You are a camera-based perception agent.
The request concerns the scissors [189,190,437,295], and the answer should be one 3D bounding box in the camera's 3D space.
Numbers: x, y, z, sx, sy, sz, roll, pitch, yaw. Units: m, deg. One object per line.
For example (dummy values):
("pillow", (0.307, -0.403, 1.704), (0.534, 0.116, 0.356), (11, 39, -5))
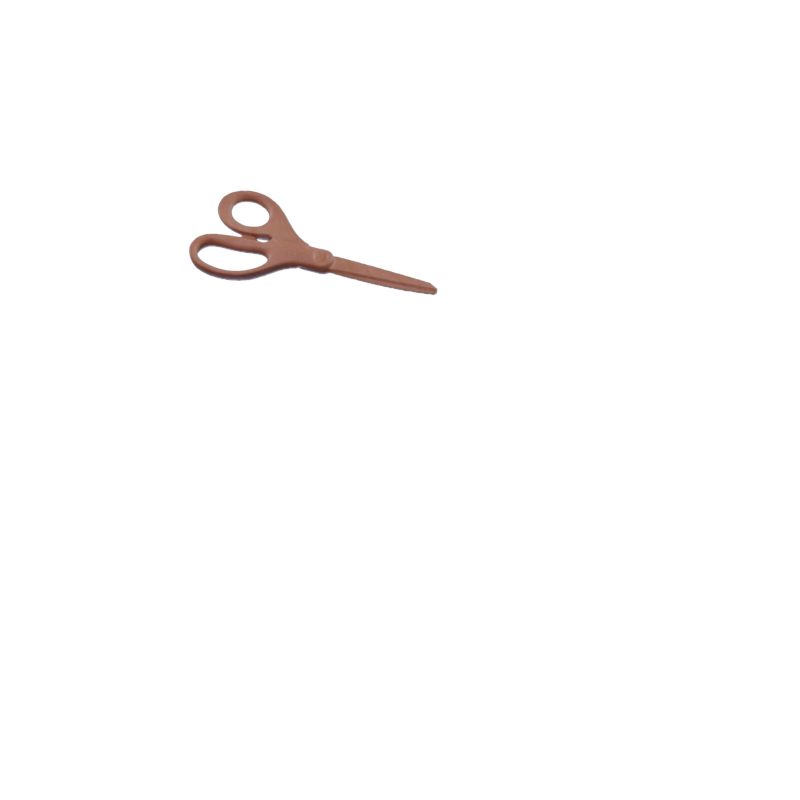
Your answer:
("scissors", (-0.072, -0.130, 0.914), (0.202, 0.103, 0.015), (1, -33, 1))
